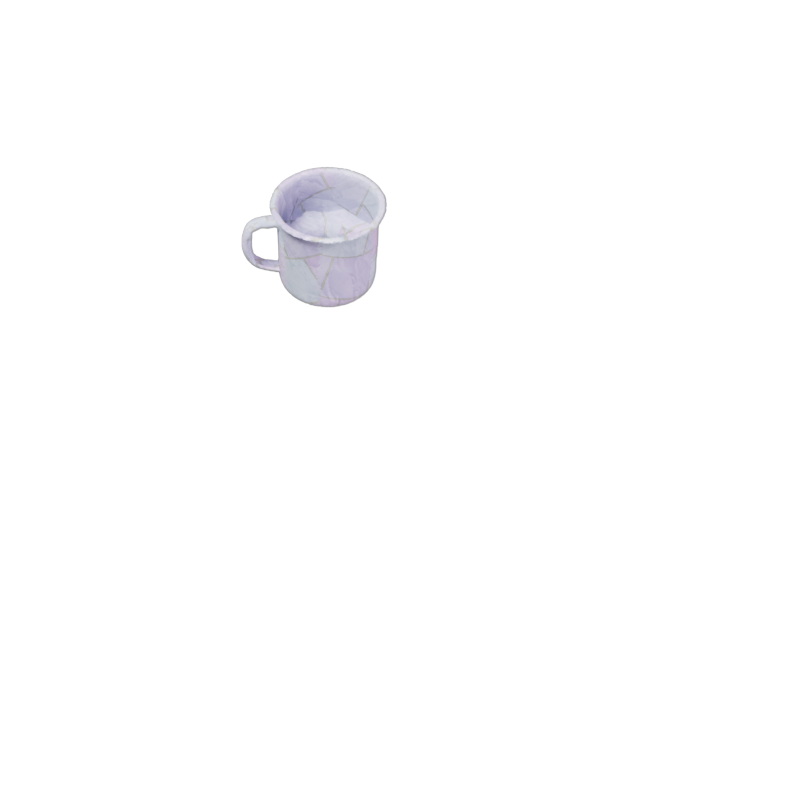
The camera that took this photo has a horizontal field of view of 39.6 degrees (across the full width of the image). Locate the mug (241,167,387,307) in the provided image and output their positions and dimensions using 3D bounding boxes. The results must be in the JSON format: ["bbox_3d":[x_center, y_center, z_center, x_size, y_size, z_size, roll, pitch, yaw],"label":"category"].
[{"bbox_3d":[-0.071,-0.129,0.905,0.116,0.101,0.076,-7,-43,-8],"label":"mug"}]
